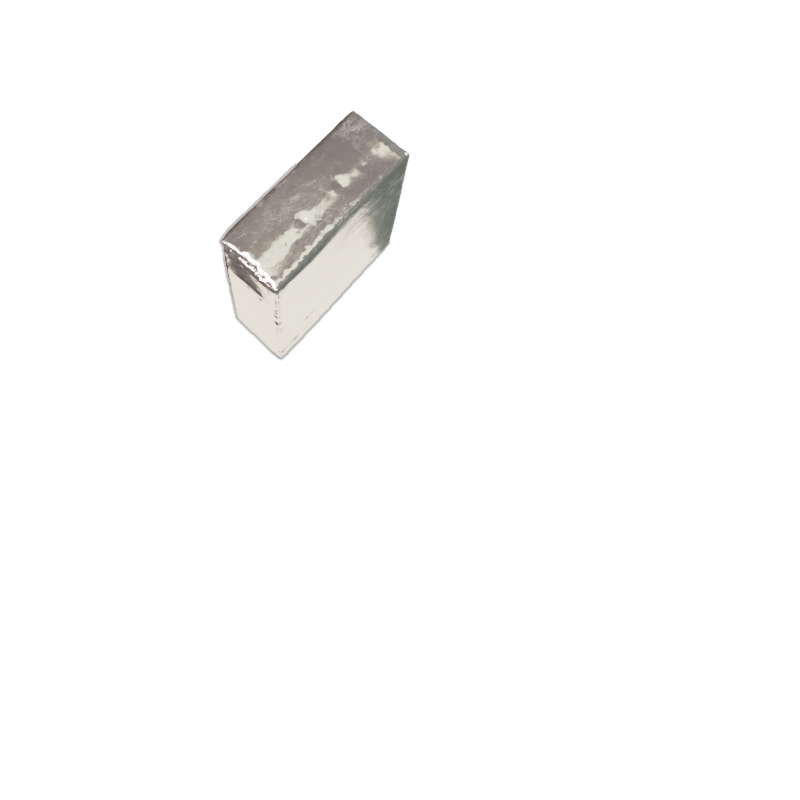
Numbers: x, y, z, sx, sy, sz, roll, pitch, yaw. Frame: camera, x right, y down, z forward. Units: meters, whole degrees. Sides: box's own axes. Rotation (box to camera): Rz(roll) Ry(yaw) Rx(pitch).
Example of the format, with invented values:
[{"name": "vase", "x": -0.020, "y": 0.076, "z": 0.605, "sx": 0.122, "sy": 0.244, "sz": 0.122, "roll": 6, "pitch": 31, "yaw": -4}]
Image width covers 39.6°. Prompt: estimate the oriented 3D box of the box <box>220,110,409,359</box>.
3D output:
[{"name": "box", "x": -0.077, "y": -0.141, "z": 0.988, "sx": 0.074, "sy": 0.166, "sz": 0.206, "roll": 40, "pitch": -14, "yaw": 6}]
